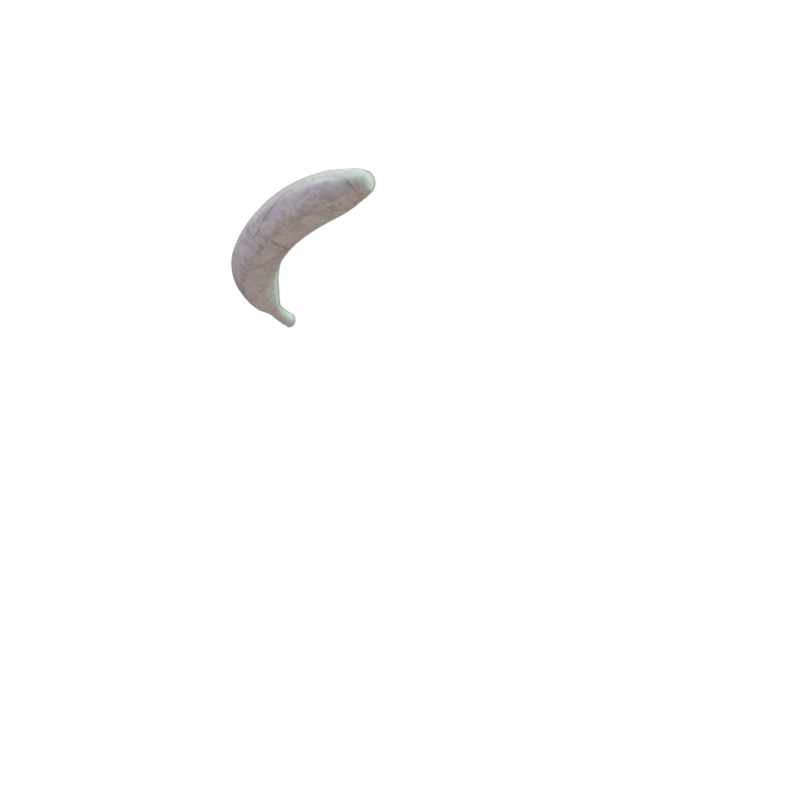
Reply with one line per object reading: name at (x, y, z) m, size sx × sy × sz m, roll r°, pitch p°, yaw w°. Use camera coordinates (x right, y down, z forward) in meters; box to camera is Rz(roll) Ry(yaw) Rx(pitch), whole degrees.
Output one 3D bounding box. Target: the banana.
banana at (-0.083, -0.118, 0.816) m, size 0.068 × 0.039 × 0.191 m, roll 10°, pitch -29°, yaw -19°
